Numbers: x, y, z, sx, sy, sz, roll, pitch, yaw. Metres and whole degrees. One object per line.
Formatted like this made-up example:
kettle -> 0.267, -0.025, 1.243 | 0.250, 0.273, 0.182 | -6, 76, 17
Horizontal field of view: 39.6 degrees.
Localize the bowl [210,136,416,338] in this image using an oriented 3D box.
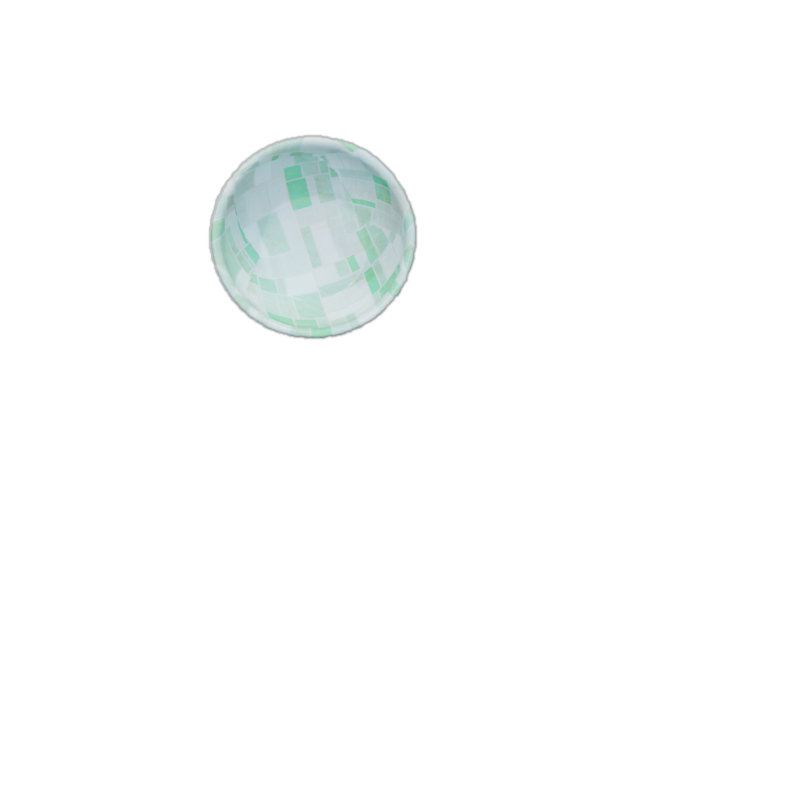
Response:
bowl -> -0.070, -0.127, 0.893 | 0.162, 0.166, 0.054 | 0, -10, -1
